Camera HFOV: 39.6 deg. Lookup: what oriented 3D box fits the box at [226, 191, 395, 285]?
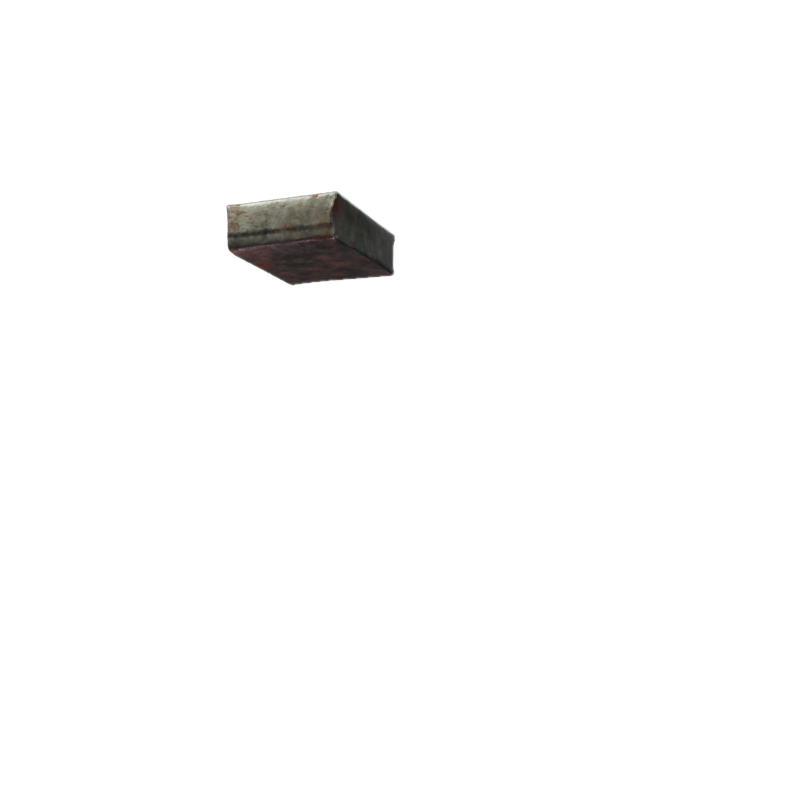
[{"bbox_3d":[-0.065,-0.118,0.827,0.092,0.040,0.108,-4,-9,23],"label":"box"}]
